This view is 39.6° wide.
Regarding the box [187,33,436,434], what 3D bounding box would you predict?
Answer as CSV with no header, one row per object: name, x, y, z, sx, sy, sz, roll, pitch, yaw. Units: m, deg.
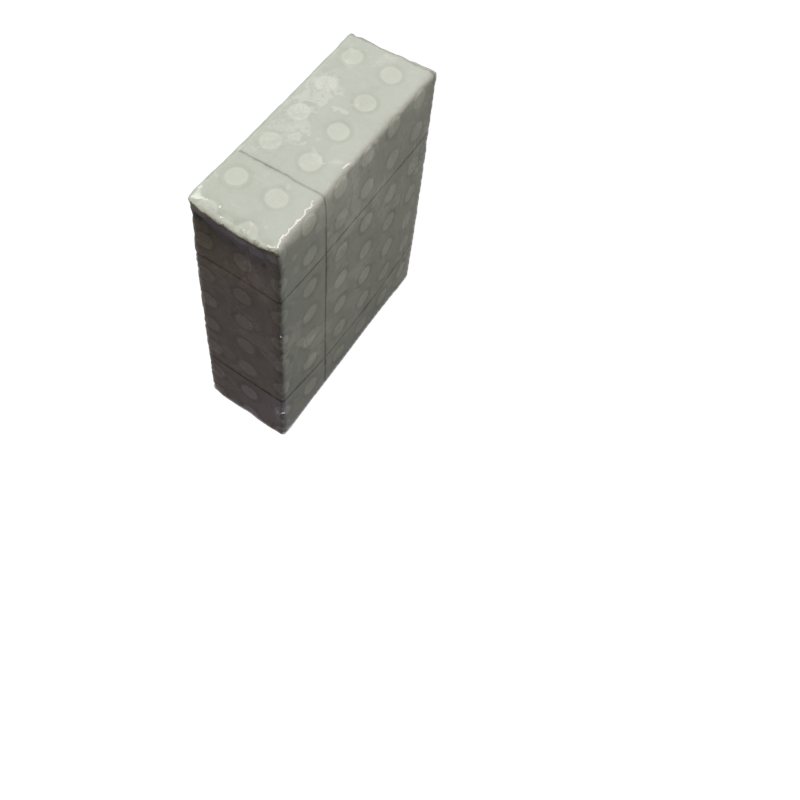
box,-0.056,-0.101,0.710,0.075,0.168,0.200,29,-29,13
